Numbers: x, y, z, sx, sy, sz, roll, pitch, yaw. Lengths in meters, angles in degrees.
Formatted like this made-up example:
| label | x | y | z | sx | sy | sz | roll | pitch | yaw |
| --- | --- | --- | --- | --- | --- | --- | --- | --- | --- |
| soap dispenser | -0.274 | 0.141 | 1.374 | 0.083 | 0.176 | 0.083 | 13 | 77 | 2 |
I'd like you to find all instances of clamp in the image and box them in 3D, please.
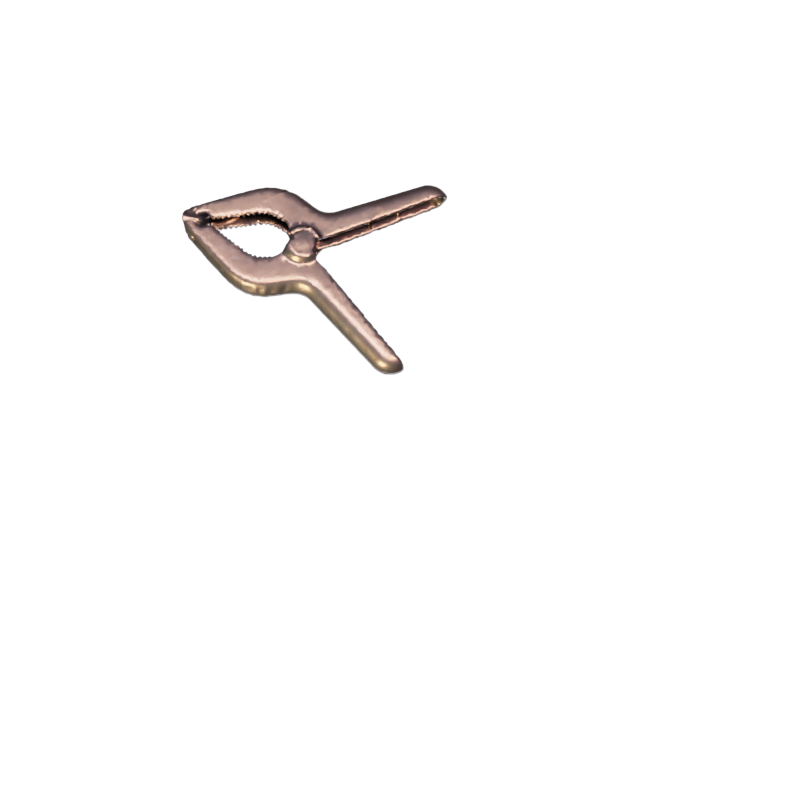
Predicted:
| label | x | y | z | sx | sy | sz | roll | pitch | yaw |
| --- | --- | --- | --- | --- | --- | --- | --- | --- | --- |
| clamp | -0.070 | -0.128 | 0.895 | 0.214 | 0.170 | 0.034 | 20 | -23 | 9 |
